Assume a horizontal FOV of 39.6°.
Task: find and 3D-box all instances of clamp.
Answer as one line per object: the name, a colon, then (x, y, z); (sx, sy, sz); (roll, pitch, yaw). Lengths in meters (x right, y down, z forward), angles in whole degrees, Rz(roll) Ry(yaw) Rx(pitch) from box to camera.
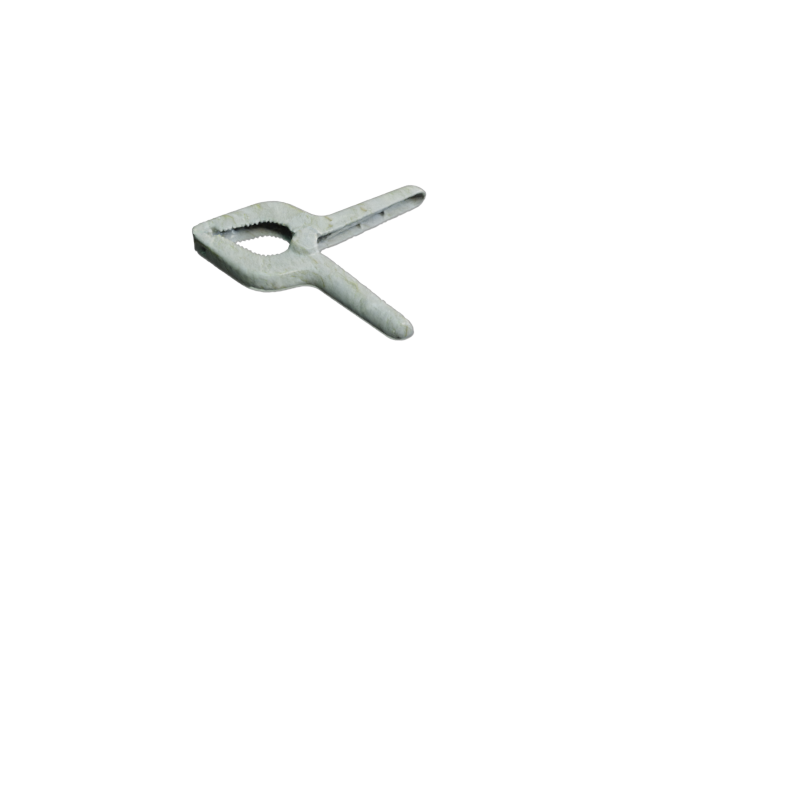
clamp: (-0.077, -0.140, 0.983); (0.213, 0.174, 0.034); (11, -36, 8)
